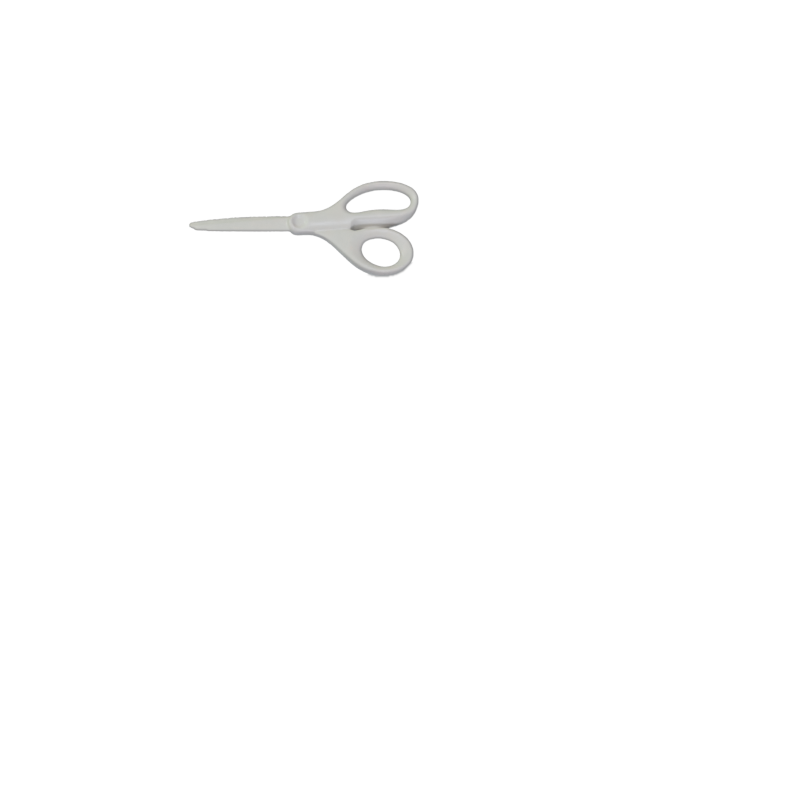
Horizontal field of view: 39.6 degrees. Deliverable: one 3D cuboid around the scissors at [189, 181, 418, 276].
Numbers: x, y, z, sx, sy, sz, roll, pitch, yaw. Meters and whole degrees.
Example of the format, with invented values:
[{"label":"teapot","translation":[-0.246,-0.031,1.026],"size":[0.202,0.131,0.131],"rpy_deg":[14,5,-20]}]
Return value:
[{"label":"scissors","translation":[-0.076,-0.139,0.972],"size":[0.201,0.101,0.015],"rpy_deg":[-16,-20,-6]}]
